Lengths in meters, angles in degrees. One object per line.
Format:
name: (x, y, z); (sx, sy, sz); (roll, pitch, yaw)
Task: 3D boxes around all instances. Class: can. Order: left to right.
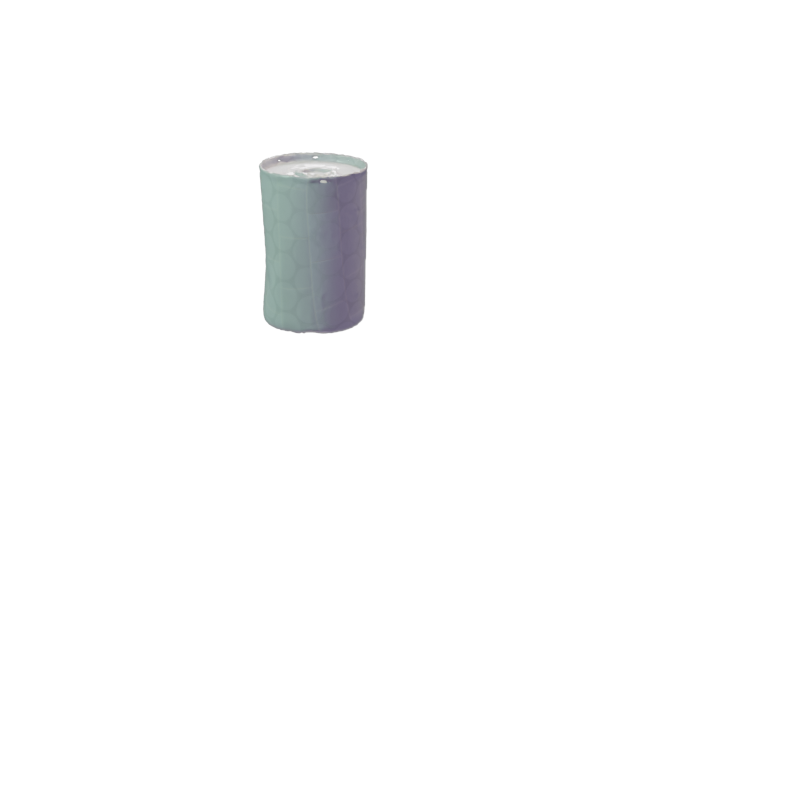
can: (-0.055, -0.101, 0.705); (0.068, 0.098, 0.072); (0, 20, -2)
